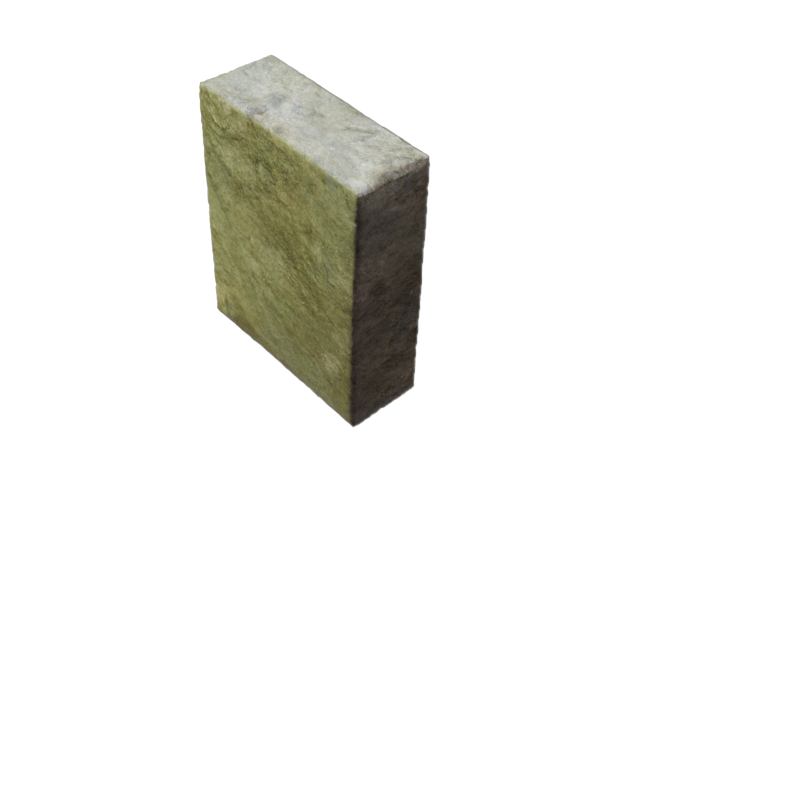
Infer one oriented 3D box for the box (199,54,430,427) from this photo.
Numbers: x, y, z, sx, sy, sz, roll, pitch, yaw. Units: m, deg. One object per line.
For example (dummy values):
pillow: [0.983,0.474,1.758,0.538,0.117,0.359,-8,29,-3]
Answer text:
box: [-0.061,-0.111,0.778,0.072,0.199,0.176,-29,53,-30]
